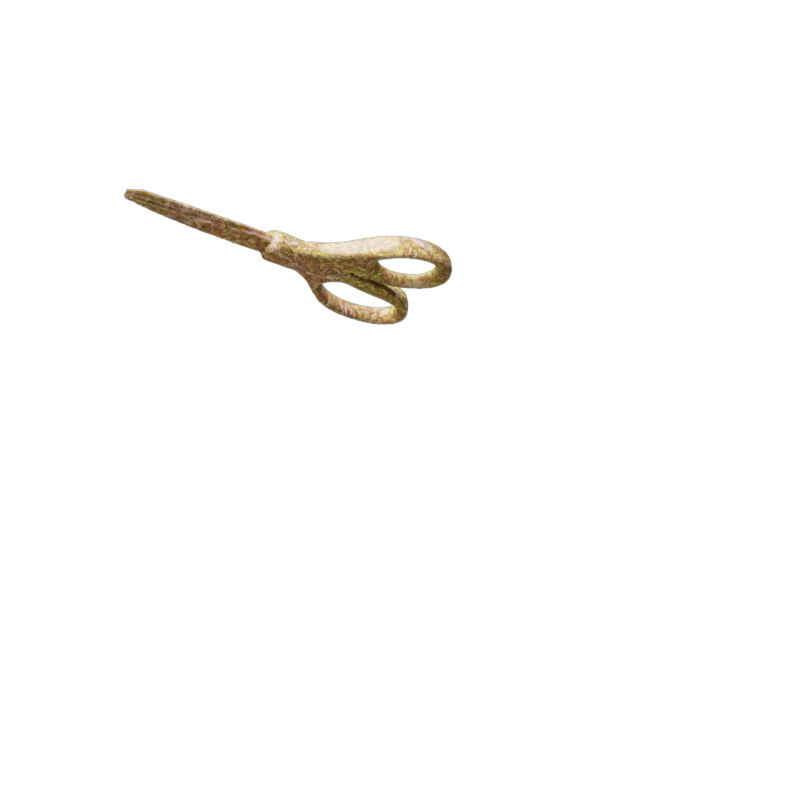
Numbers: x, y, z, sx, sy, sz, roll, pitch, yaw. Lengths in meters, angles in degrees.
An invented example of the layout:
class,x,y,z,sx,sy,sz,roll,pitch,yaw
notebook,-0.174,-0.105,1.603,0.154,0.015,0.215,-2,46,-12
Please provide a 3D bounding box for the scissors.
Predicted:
class,x,y,z,sx,sy,sz,roll,pitch,yaw
scissors,-0.049,-0.089,0.625,0.097,0.017,0.188,-19,-31,34
